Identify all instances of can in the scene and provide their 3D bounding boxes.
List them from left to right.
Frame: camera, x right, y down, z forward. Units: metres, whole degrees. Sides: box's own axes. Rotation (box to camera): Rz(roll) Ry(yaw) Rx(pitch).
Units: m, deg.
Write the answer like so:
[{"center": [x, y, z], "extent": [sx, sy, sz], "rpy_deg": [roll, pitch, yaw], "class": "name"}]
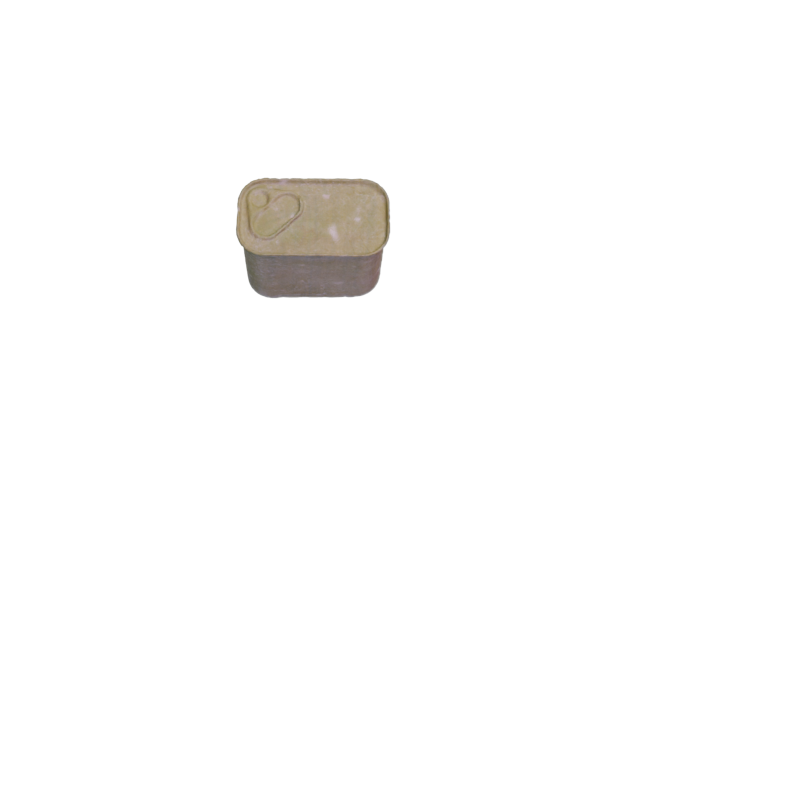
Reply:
[{"center": [-0.061, -0.110, 0.772], "extent": [0.102, 0.060, 0.080], "rpy_deg": [1, -19, -2], "class": "can"}]
